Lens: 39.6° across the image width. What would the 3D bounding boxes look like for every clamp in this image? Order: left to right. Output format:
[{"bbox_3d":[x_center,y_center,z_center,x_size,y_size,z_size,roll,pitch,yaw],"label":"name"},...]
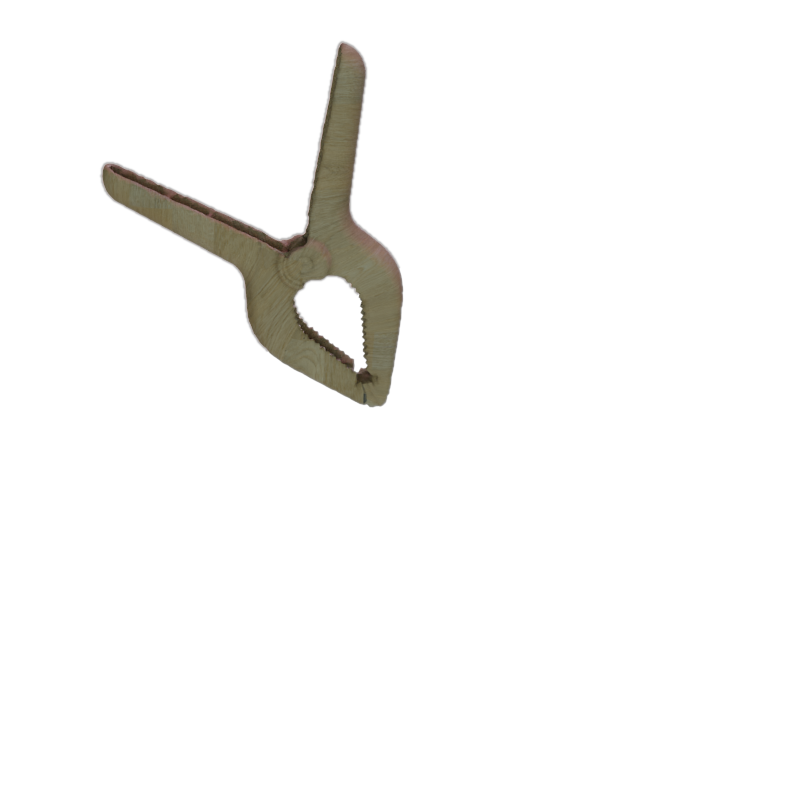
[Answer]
[{"bbox_3d":[-0.051,-0.093,0.651,0.164,0.202,0.038,-32,14,9],"label":"clamp"}]
